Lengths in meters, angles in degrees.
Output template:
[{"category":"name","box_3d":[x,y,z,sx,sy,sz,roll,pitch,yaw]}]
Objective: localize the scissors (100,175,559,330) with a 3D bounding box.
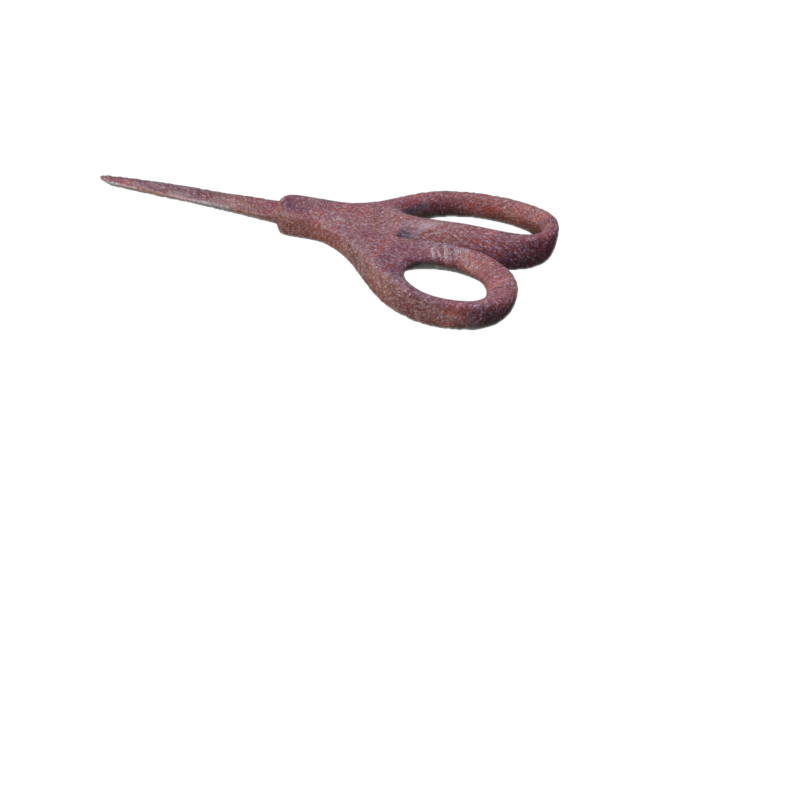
[{"category":"scissors","box_3d":[-0.036,-0.065,0.457,0.203,0.015,0.102,3,37,4]}]
